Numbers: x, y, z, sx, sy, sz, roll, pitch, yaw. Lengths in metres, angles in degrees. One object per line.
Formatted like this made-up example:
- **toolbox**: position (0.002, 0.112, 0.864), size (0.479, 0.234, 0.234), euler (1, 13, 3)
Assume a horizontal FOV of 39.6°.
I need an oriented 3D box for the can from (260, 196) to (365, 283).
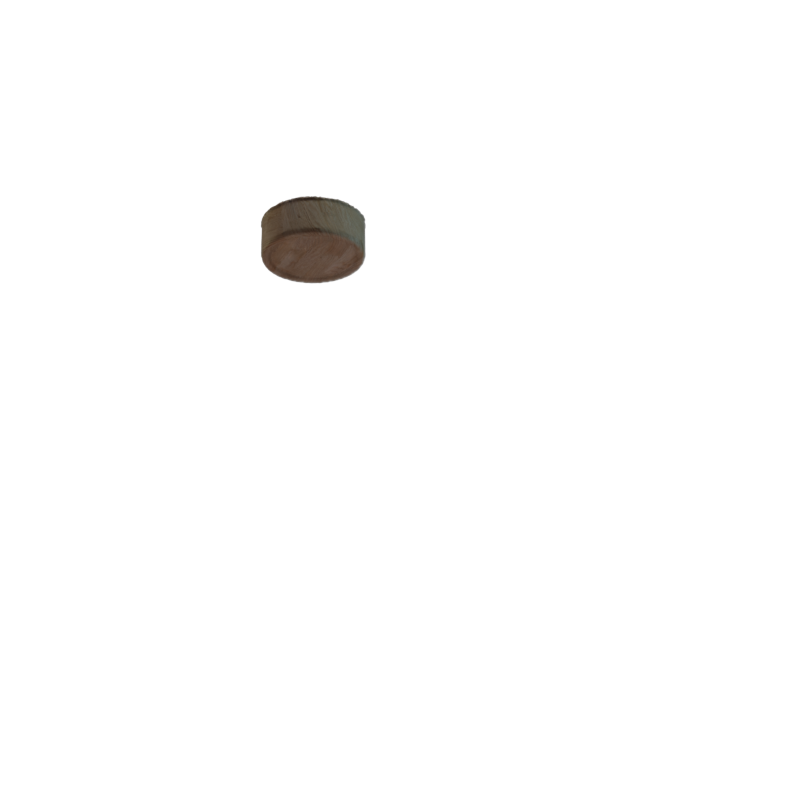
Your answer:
- **can**: position (-0.070, -0.128, 0.898), size (0.086, 0.036, 0.081), euler (1, -25, -2)
